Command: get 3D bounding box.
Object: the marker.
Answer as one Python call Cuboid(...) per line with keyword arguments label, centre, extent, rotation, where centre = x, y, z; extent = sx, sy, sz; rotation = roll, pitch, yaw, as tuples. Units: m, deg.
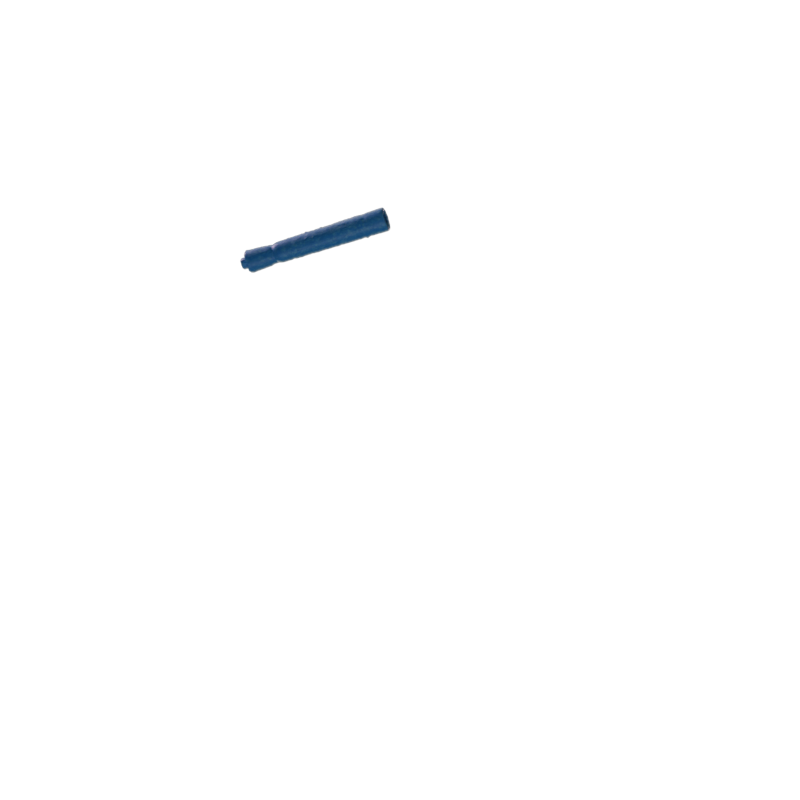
Cuboid(label="marker", centre=(-0.067, -0.123, 0.862), extent=(0.122, 0.020, 0.019), rotation=(-15, 1, 14))
